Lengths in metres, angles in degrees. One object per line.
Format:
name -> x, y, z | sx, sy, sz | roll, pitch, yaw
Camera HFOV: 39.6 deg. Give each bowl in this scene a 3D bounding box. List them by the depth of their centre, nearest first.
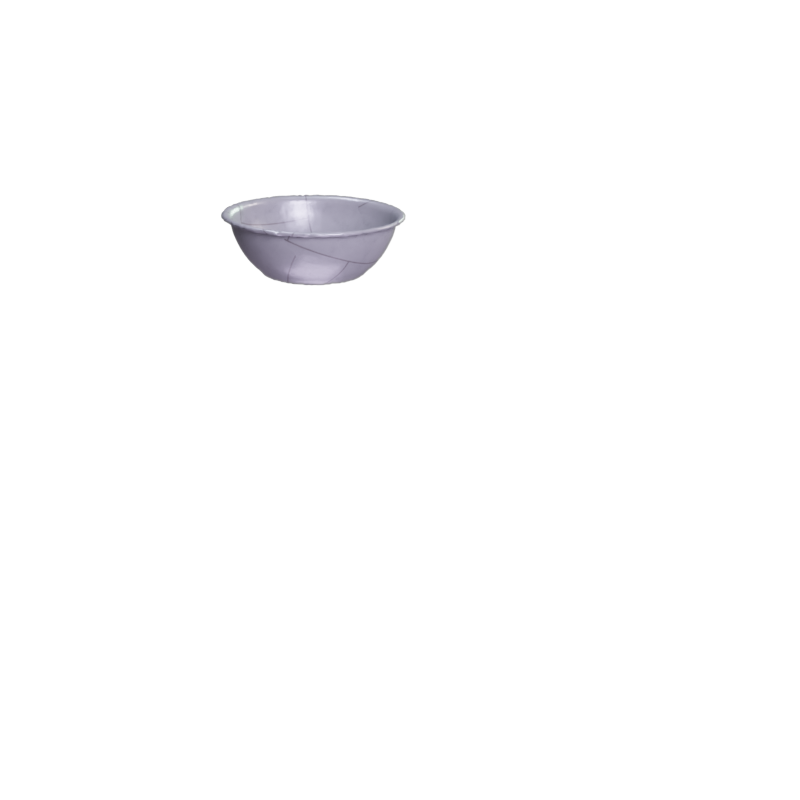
bowl -> -0.077, -0.140, 0.980 | 0.162, 0.053, 0.169 | -1, 21, -2
